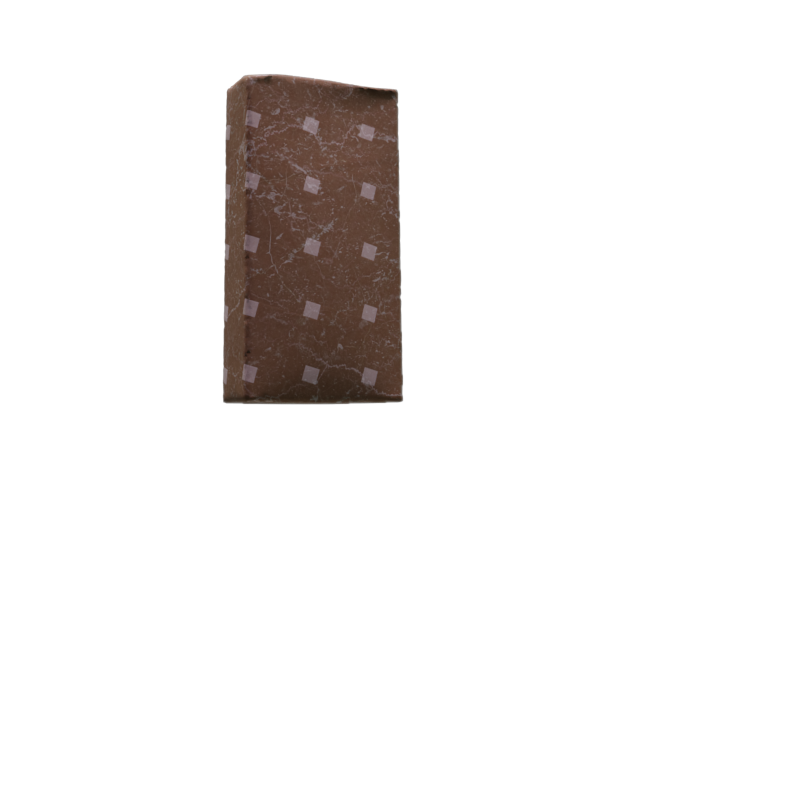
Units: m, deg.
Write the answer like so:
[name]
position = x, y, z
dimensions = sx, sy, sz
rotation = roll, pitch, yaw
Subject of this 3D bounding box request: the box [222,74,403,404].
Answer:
[box]
position = -0.048, -0.087, 0.608
dimensions = 0.091, 0.179, 0.049
rotation = 2, -7, -23
